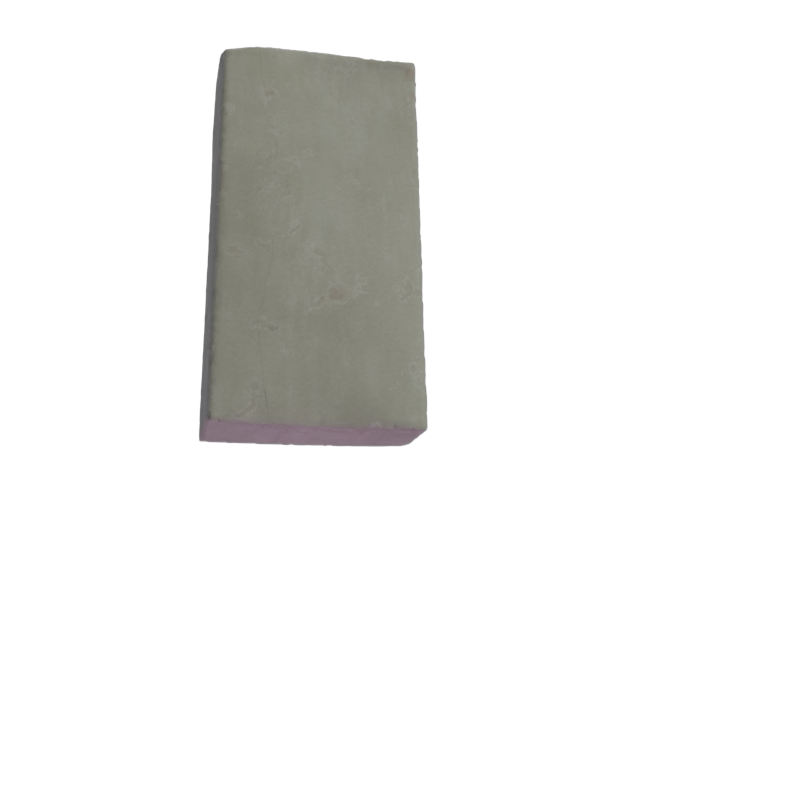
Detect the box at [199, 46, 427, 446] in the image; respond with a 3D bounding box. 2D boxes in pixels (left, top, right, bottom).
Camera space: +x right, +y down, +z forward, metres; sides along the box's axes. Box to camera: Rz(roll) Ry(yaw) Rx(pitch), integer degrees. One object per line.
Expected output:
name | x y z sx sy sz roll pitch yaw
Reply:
box | -0.039 -0.070 0.491 0.092 0.185 0.046 2 -20 -10
